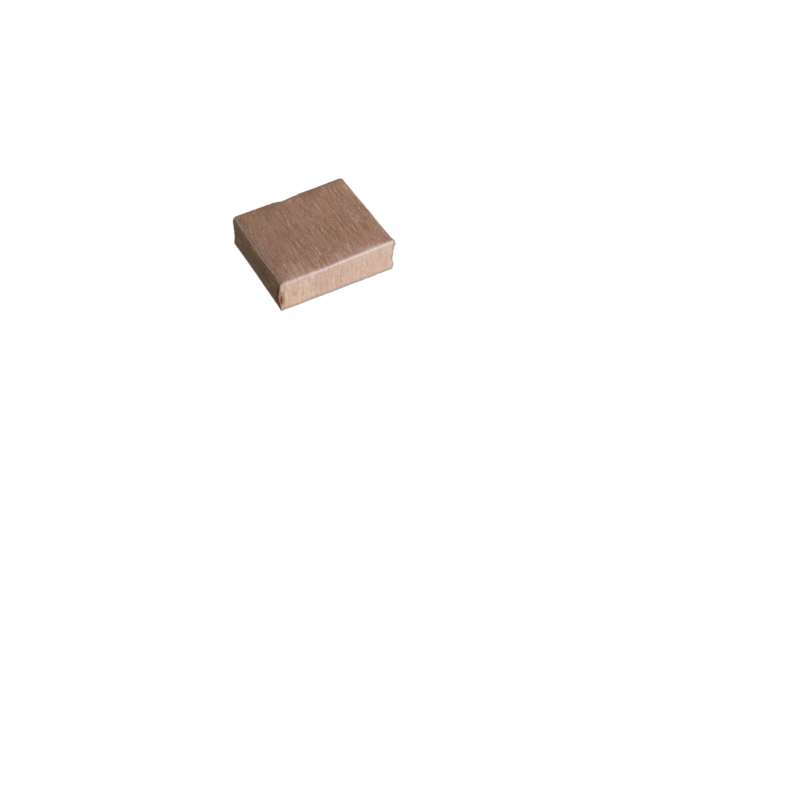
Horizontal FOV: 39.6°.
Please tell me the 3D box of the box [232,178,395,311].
[{"bbox_3d":[-0.059,-0.108,0.756,0.089,0.028,0.079,-23,53,-19],"label":"box"}]
